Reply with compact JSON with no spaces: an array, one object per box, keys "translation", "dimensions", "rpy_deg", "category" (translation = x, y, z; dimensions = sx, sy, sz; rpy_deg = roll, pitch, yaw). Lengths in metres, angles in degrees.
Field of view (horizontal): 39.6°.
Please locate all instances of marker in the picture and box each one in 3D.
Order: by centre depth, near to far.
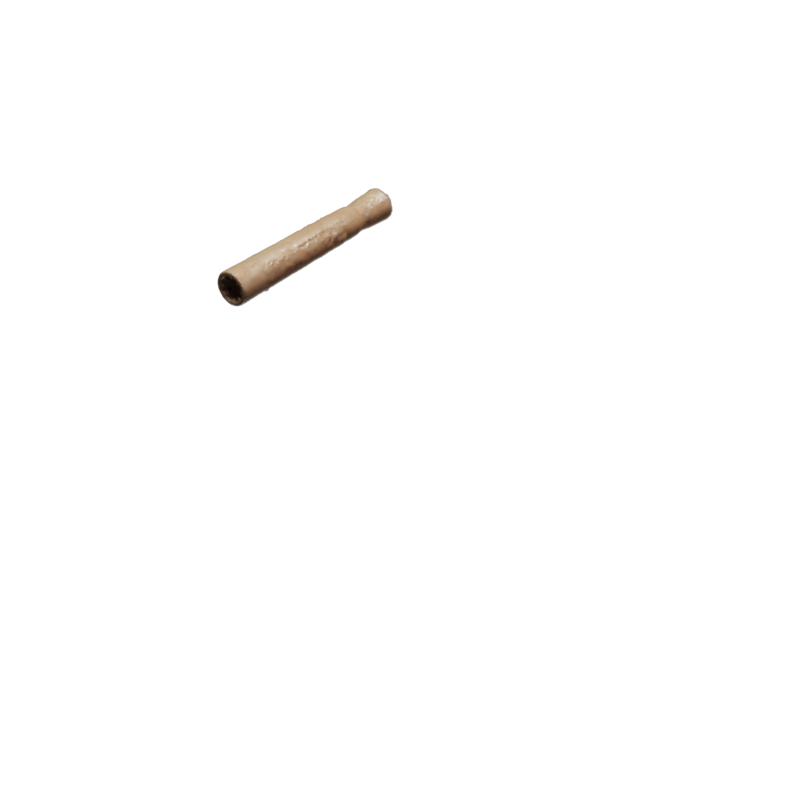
[{"translation":[-0.045,-0.081,0.570],"dimensions":[0.021,0.019,0.122],"rpy_deg":[3,30,42],"category":"marker"}]
